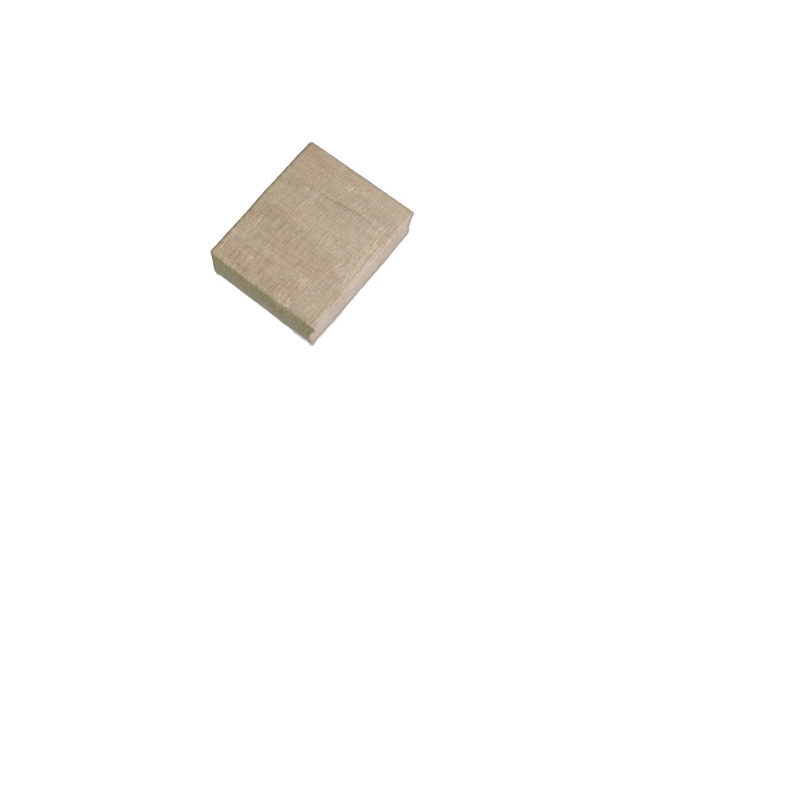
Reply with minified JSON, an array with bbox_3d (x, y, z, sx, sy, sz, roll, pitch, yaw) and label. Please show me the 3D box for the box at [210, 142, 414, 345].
[{"bbox_3d":[-0.059,-0.108,0.755,0.093,0.115,0.037,35,-19,13],"label":"box"}]
